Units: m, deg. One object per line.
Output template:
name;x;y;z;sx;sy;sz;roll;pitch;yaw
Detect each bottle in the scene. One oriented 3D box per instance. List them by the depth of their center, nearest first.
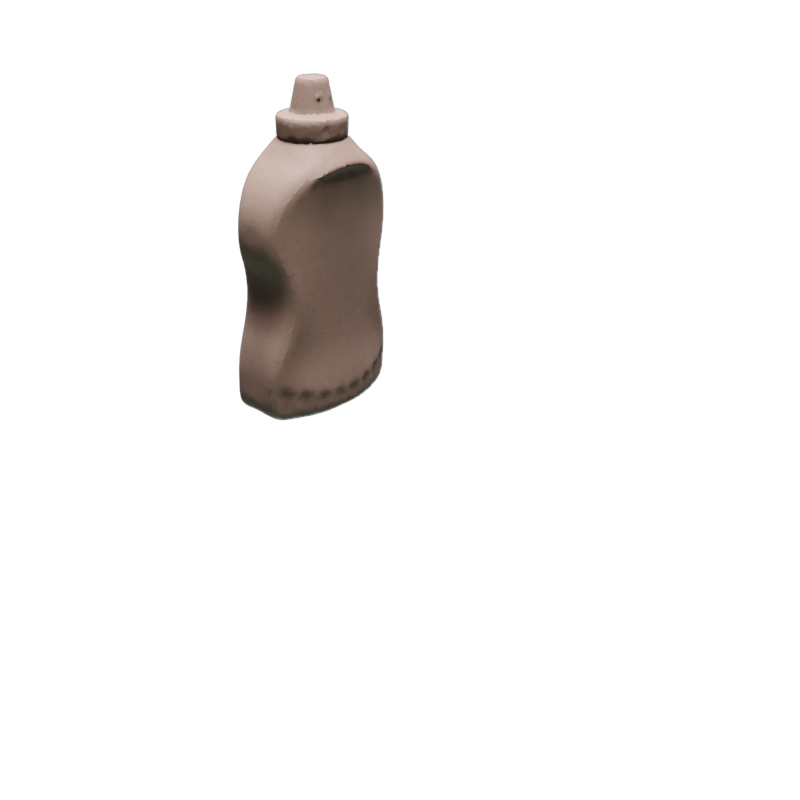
bottle;-0.050;-0.091;0.638;0.062;0.183;0.095;20;28;40
